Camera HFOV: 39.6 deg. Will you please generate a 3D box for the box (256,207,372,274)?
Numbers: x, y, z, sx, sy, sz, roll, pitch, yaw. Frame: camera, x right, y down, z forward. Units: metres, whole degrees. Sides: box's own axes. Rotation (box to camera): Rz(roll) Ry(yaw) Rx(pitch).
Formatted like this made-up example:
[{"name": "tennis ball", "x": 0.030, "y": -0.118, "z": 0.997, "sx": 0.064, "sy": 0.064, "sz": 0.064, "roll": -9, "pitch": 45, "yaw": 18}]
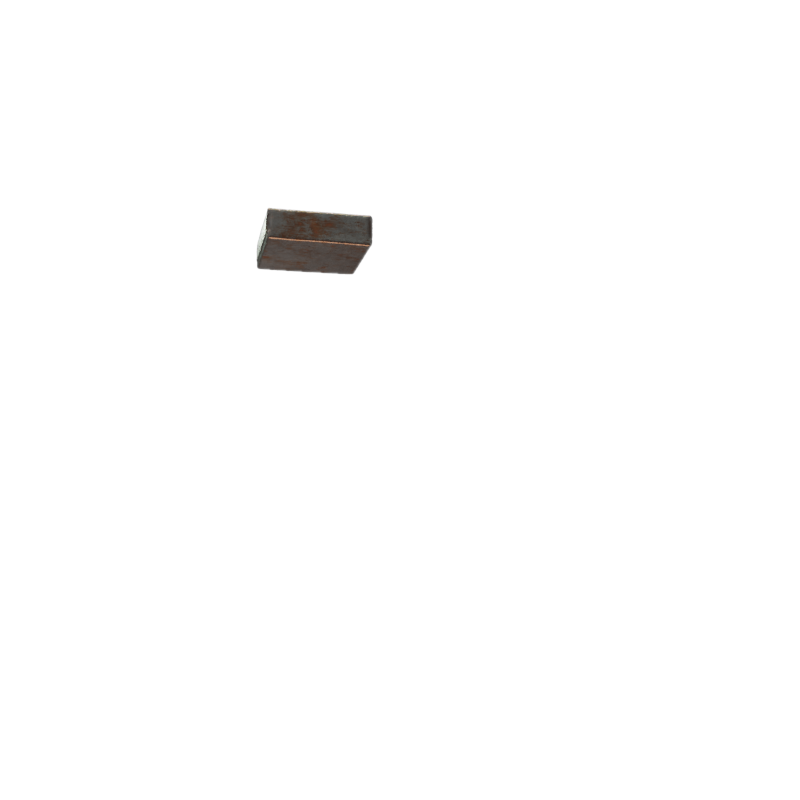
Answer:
[{"name": "box", "x": -0.073, "y": -0.134, "z": 0.936, "sx": 0.088, "sy": 0.031, "sz": 0.071, "roll": 3, "pitch": -16, "yaw": -10}]
